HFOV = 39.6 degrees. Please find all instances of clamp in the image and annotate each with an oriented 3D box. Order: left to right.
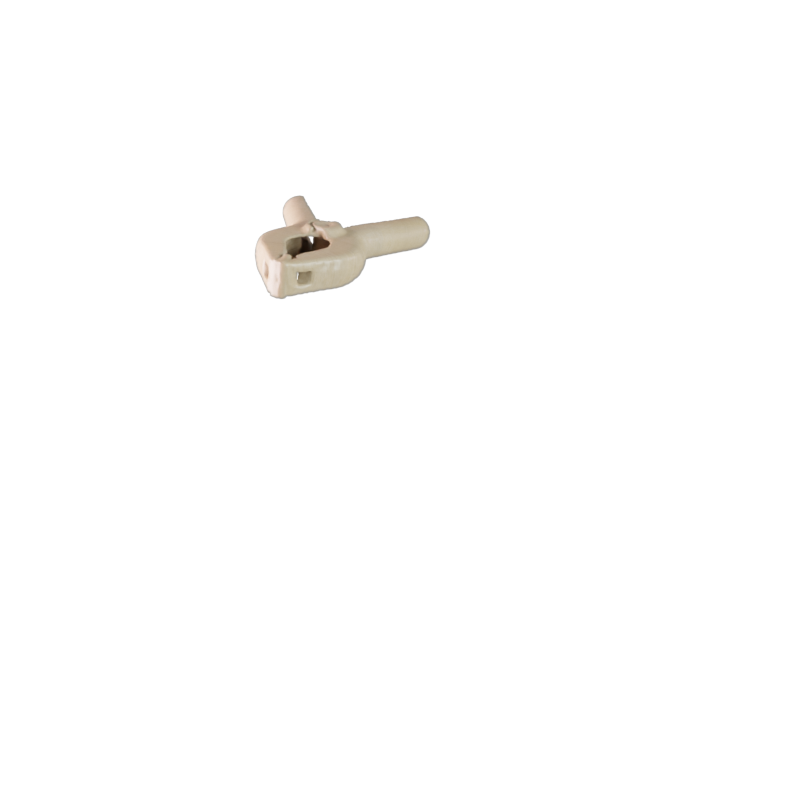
[{"bbox_3d":[-0.064,-0.117,0.822,0.125,0.038,0.171,11,23,26],"label":"clamp"}]
